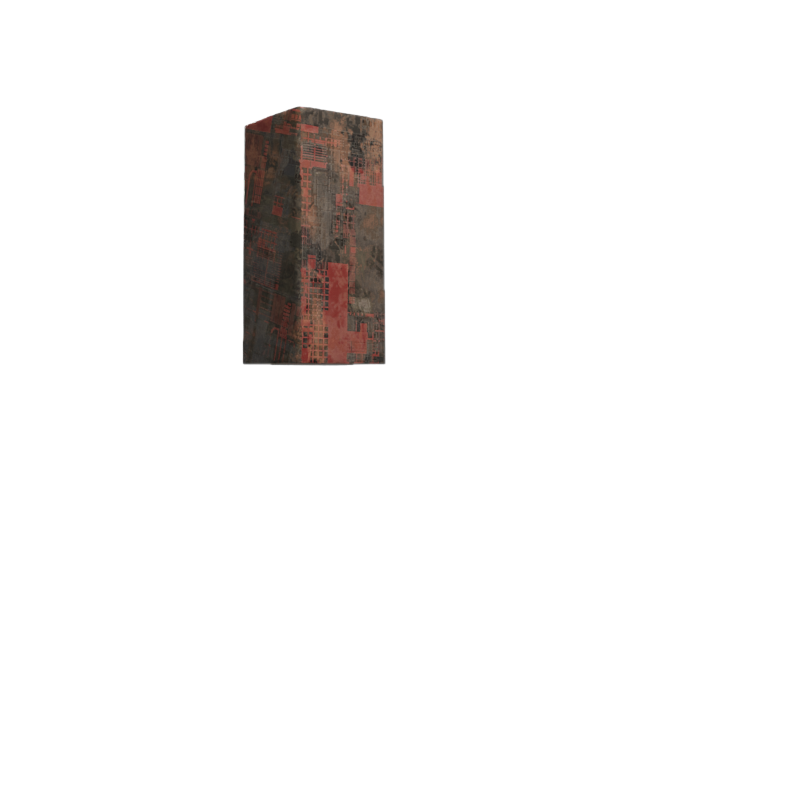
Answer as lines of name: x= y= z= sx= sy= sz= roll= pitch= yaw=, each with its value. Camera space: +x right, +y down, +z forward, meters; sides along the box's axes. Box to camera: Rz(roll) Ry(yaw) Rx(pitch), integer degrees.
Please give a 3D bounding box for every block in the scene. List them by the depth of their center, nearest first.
block: x=-0.073 y=-0.134 z=0.936 sx=0.087 sy=0.210 sz=0.092 roll=4 pitch=-7 yaw=-37
